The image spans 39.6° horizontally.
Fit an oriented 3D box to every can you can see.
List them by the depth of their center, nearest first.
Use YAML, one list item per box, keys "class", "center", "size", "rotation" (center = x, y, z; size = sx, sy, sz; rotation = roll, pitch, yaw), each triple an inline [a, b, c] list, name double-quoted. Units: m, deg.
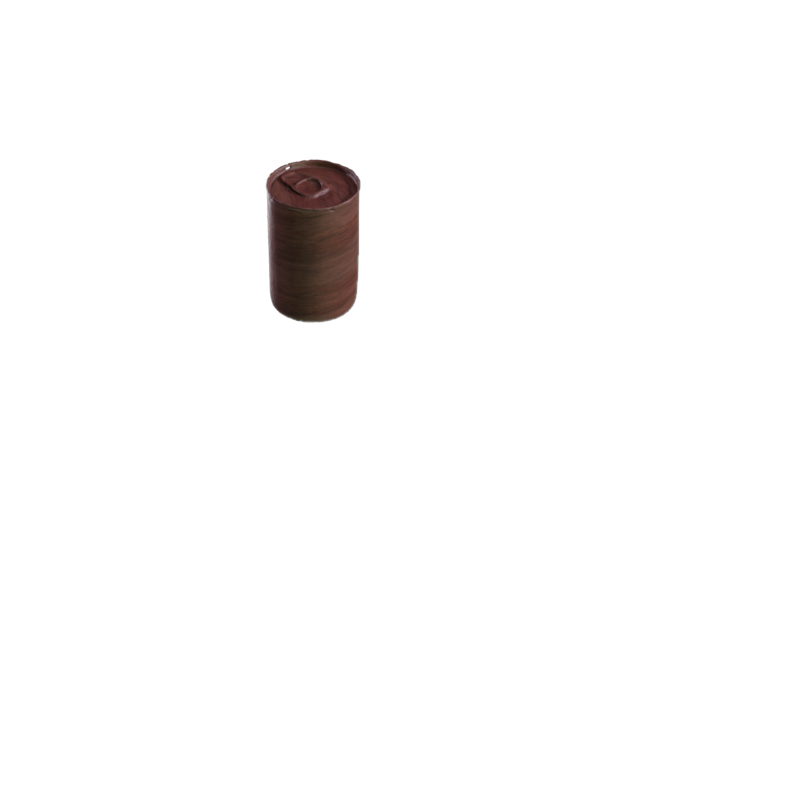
- class: "can"
  center: [-0.064, -0.117, 0.817]
  size: [0.068, 0.095, 0.073]
  rotation: [0, 38, -3]
